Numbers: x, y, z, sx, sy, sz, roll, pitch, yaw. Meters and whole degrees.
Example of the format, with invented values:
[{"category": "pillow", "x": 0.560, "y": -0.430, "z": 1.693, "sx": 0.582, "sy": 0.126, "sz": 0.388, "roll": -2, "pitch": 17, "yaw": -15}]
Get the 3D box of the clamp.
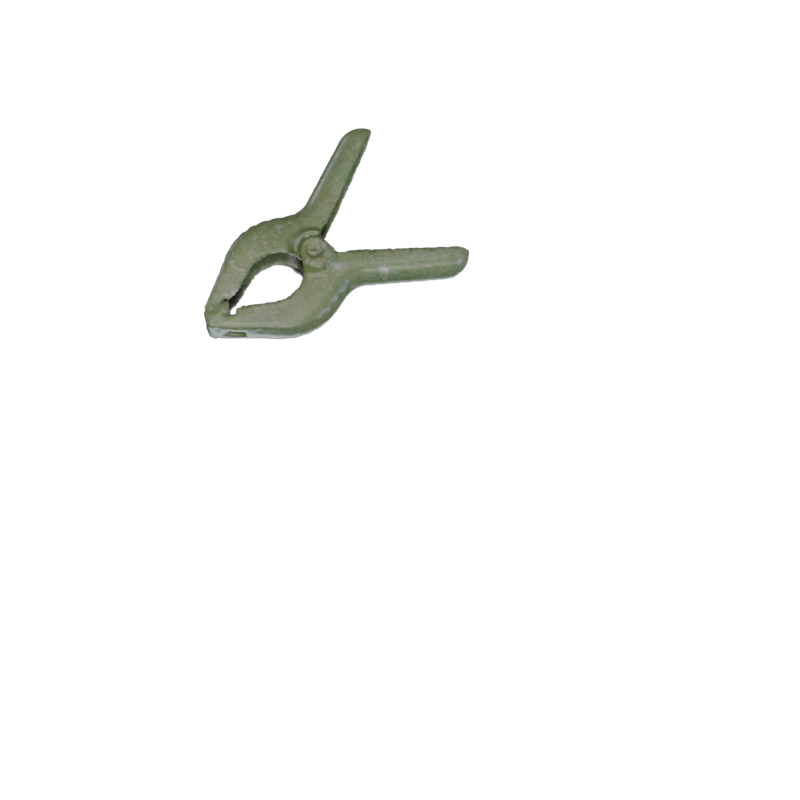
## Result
[{"category": "clamp", "x": -0.056, "y": -0.102, "z": 0.712, "sx": 0.171, "sy": 0.128, "sz": 0.037, "roll": -25, "pitch": -25, "yaw": -13}]
